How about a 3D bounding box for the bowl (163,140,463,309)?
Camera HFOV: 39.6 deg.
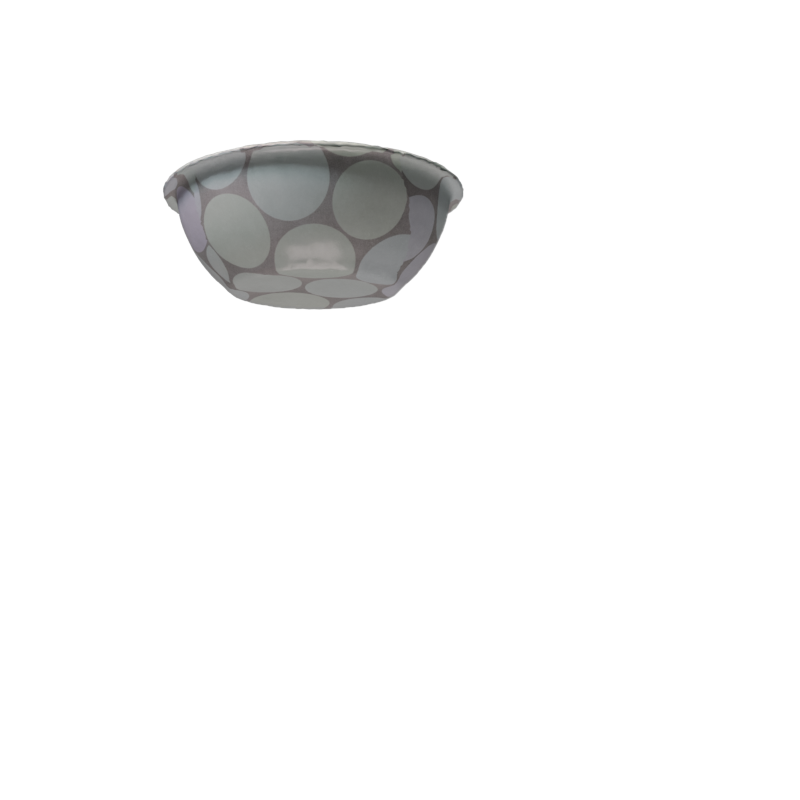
[{"bbox_3d":[-0.046,-0.085,0.594,0.162,0.057,0.158,0,-9,-2],"label":"bowl"}]
